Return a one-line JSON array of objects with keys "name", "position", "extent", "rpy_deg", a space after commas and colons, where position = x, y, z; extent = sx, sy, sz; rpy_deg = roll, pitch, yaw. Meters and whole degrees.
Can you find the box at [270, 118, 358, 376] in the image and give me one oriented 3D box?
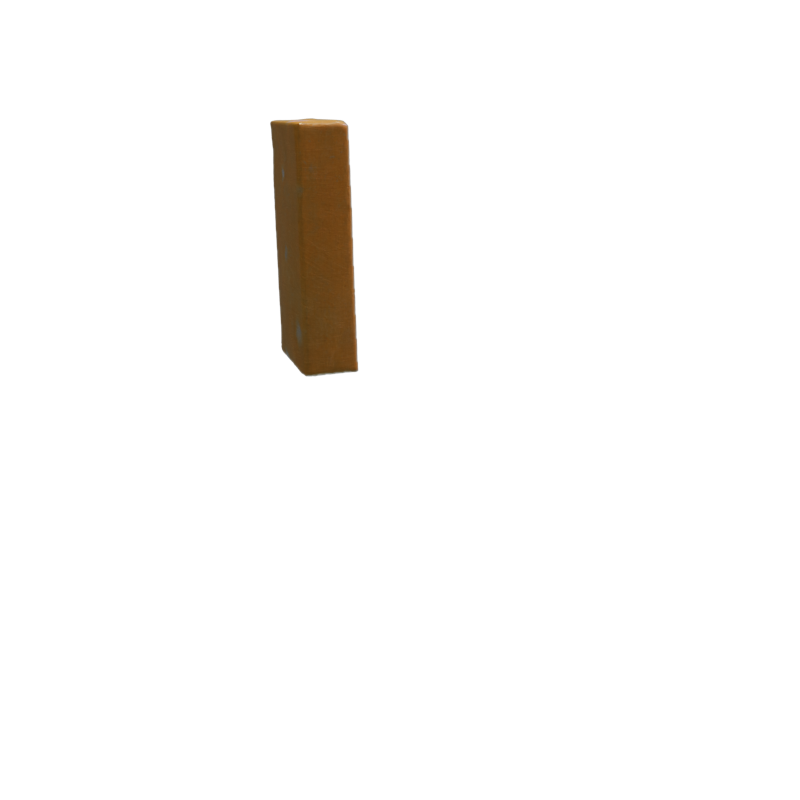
[{"name": "box", "position": [-0.062, -0.115, 0.802], "extent": [0.047, 0.173, 0.097], "rpy_deg": [-2, 10, -16]}]
